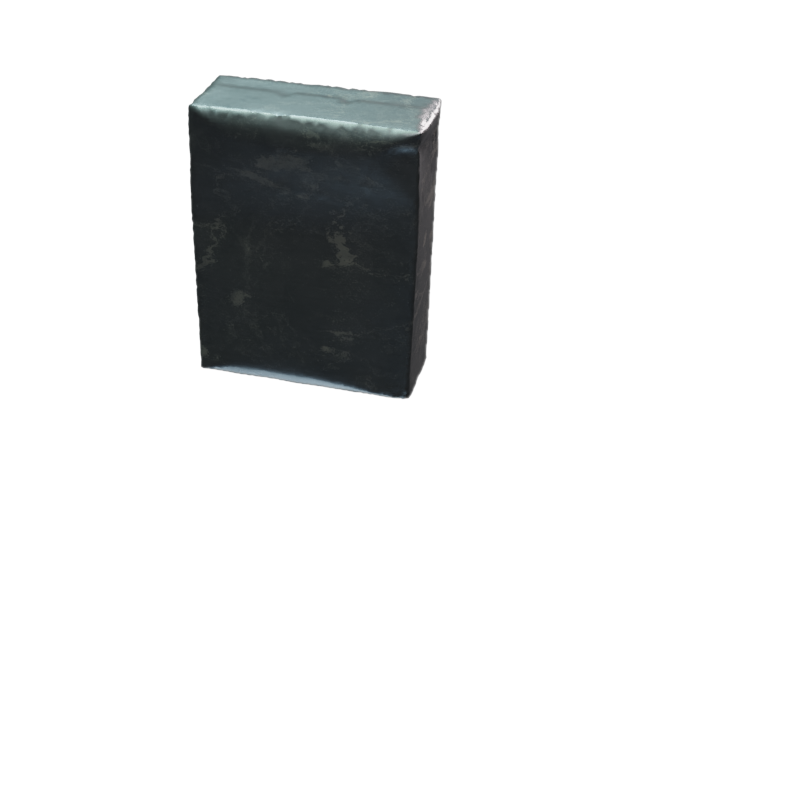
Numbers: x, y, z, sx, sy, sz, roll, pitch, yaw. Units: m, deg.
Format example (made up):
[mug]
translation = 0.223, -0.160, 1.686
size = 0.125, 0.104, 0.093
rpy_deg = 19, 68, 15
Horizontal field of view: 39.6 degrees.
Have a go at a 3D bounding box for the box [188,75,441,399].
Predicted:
[box]
translation = -0.062, -0.113, 0.791
size = 0.168, 0.201, 0.075
rpy_deg = 10, 32, 13
